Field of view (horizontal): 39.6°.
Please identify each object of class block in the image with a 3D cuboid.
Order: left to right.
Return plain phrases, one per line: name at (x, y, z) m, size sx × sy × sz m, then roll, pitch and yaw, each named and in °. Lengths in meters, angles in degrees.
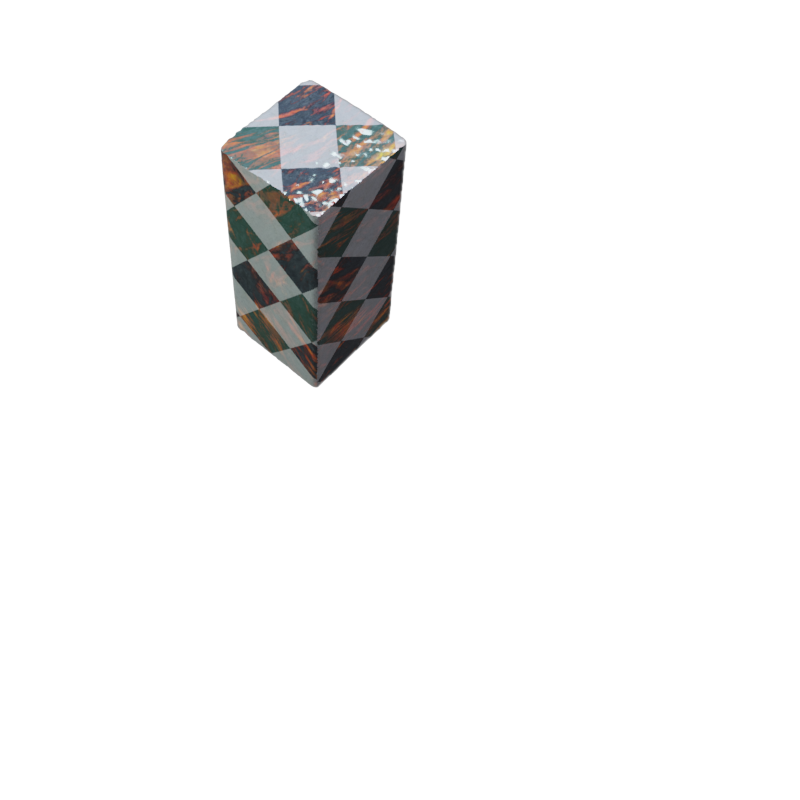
block at (-0.063, -0.114, 0.798) m, size 0.095 × 0.092 × 0.193 m, roll 37°, pitch -28°, yaw 18°
